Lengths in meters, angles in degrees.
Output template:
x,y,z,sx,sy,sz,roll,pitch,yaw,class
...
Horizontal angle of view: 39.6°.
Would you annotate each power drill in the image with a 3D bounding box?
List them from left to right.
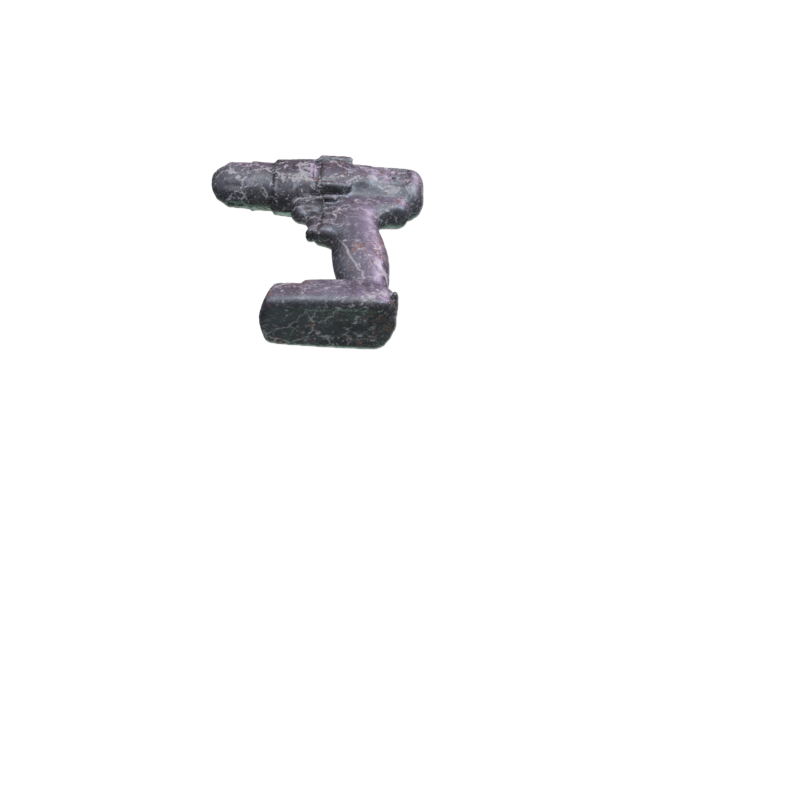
x,y,z,sx,sy,sz,roll,pitch,yaw,class
-0.072,-0.130,0.913,0.185,0.201,0.053,1,-42,1,power drill
